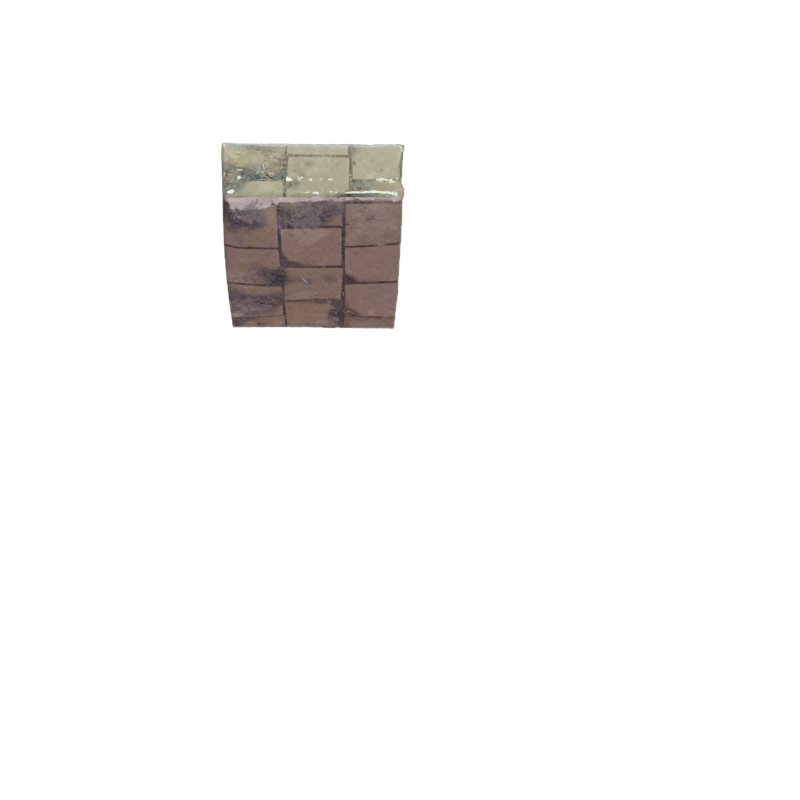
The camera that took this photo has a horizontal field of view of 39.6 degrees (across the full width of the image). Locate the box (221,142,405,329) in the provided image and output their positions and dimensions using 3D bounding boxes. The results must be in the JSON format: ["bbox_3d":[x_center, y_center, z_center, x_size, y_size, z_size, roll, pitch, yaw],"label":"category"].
[{"bbox_3d":[-0.045,-0.081,0.567,0.090,0.042,0.106,1,-33,-2],"label":"box"}]
